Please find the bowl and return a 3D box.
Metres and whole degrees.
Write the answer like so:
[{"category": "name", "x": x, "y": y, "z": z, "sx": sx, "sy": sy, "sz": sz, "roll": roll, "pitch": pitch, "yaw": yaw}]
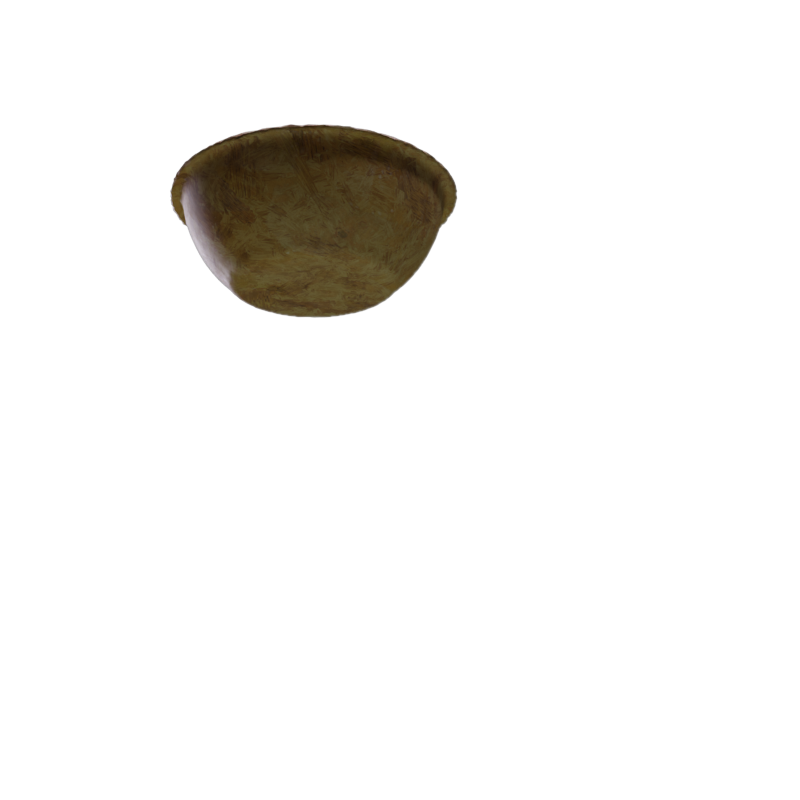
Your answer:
[{"category": "bowl", "x": -0.048, "y": -0.088, "z": 0.616, "sx": 0.162, "sy": 0.058, "sz": 0.154, "roll": 1, "pitch": -20, "yaw": -2}]
